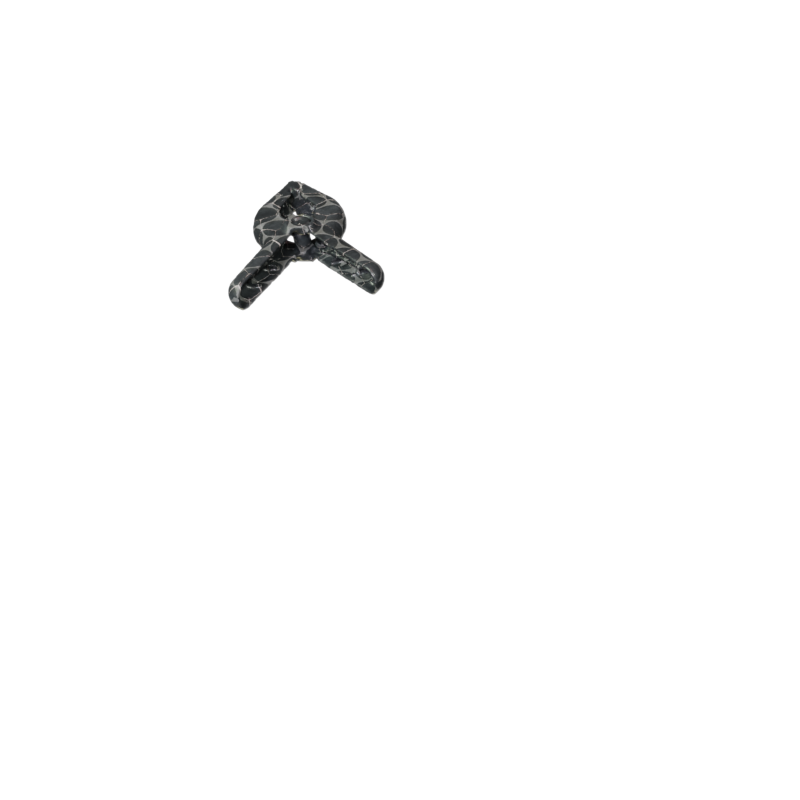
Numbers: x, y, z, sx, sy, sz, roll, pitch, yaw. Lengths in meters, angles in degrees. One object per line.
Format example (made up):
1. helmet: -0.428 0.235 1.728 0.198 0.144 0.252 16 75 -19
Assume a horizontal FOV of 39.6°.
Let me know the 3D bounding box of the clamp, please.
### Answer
1. clamp: -0.072 -0.131 0.914 0.120 0.037 0.183 2 39 2
